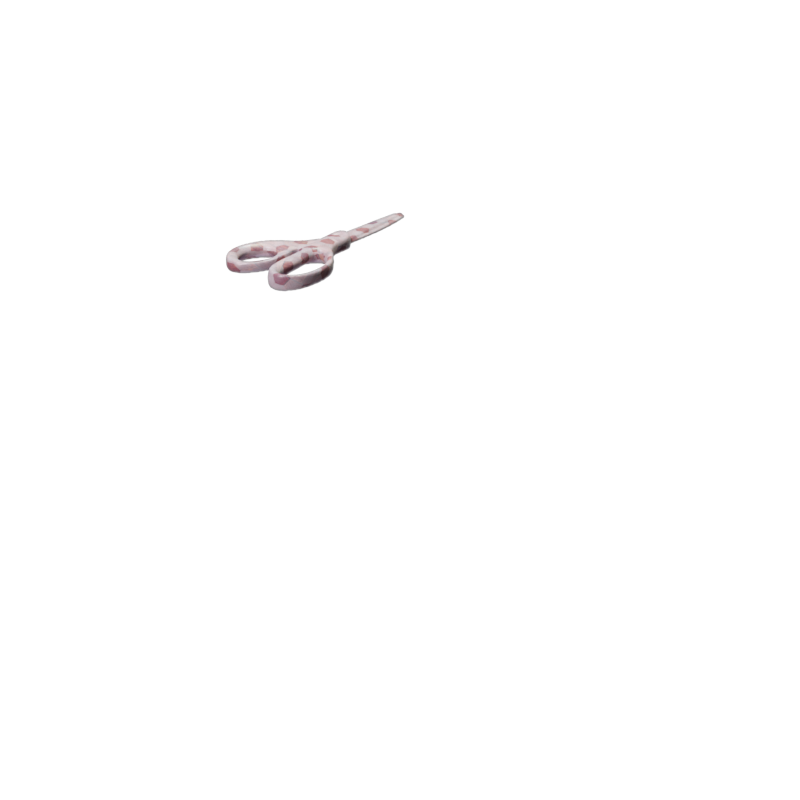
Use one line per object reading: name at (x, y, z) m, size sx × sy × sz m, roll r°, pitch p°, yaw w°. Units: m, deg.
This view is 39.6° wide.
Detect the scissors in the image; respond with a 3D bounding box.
scissors at (-0.072, -0.132, 0.925) m, size 0.099 × 0.015 × 0.206 m, roll 8°, pitch 26°, yaw 17°
